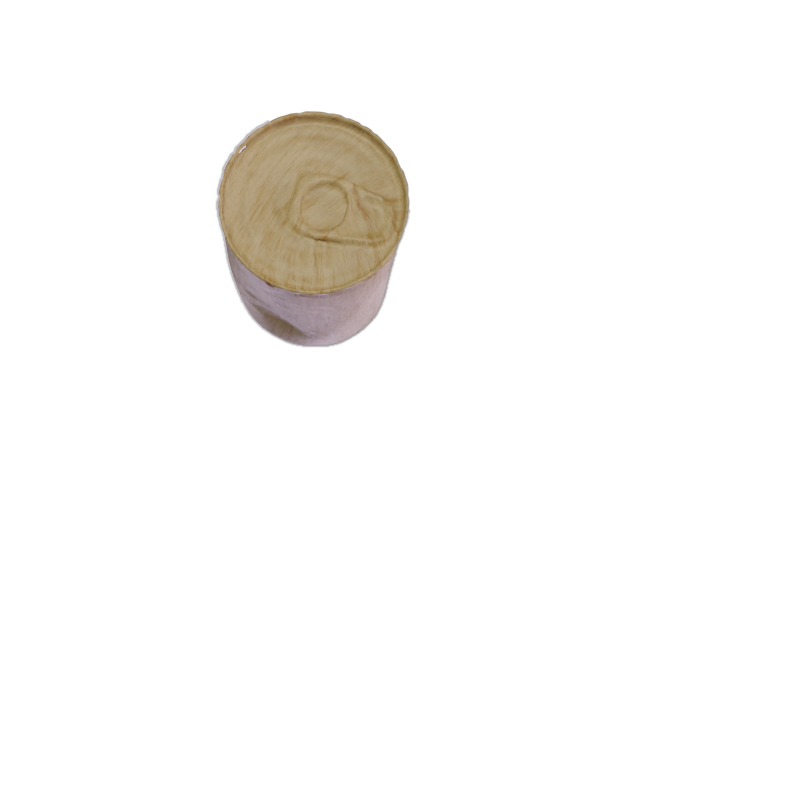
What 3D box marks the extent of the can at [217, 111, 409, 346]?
[{"bbox_3d":[-0.034,-0.063,0.438,0.068,0.071,0.099,0,-12,-3],"label":"can"}]
